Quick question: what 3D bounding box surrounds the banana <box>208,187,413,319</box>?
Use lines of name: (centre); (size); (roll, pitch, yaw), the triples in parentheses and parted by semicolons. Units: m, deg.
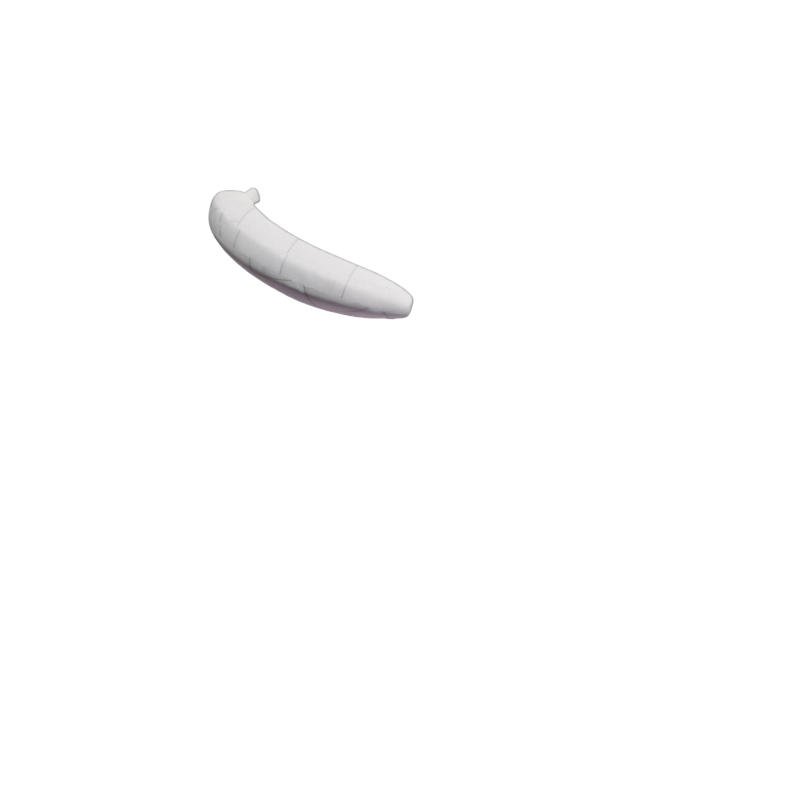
banana: (-0.075, -0.102, 0.738); (0.069, 0.034, 0.213); (-22, 42, -28)
